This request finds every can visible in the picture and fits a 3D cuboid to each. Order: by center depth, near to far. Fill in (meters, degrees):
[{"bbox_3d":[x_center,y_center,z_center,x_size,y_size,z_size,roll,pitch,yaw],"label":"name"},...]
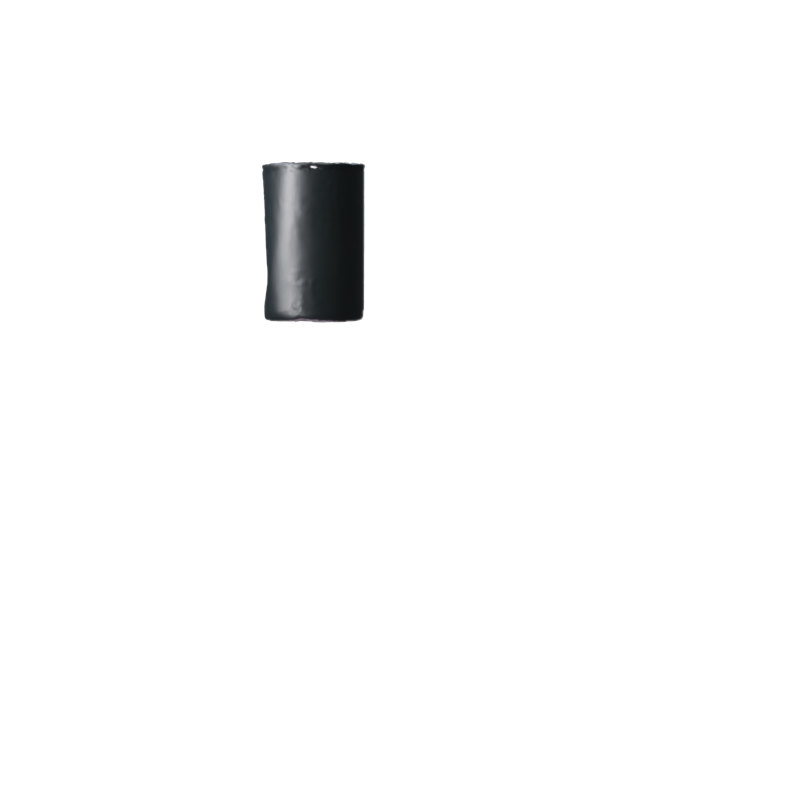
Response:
[{"bbox_3d":[-0.057,-0.104,0.730,0.068,0.102,0.069,0,3,-2],"label":"can"}]
